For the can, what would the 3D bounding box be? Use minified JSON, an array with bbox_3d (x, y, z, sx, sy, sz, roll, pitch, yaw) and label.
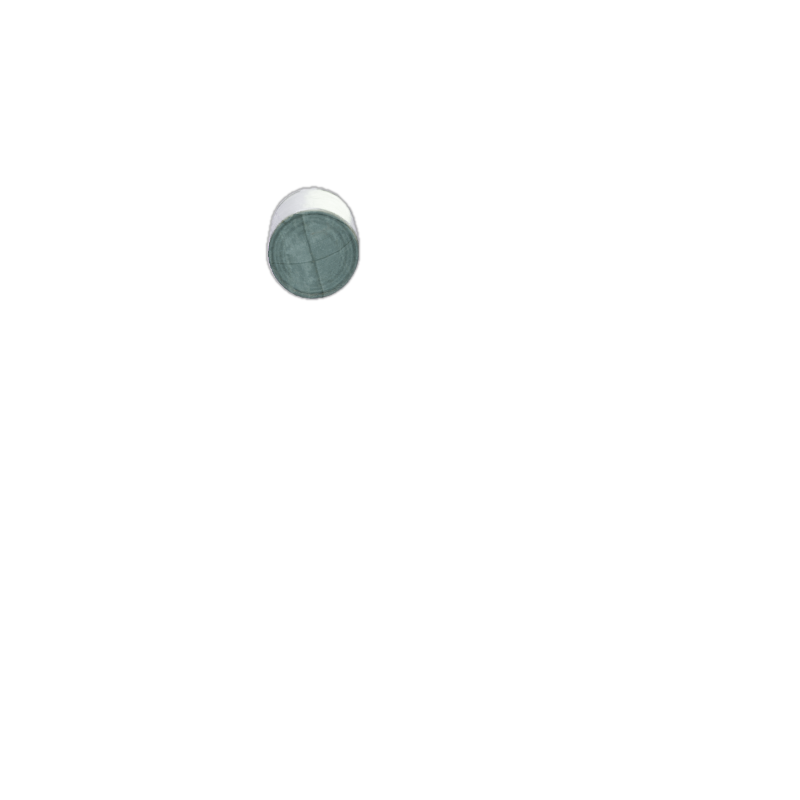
[{"bbox_3d":[-0.065,-0.119,0.835,0.068,0.066,0.106,0,16,-3],"label":"can"}]
